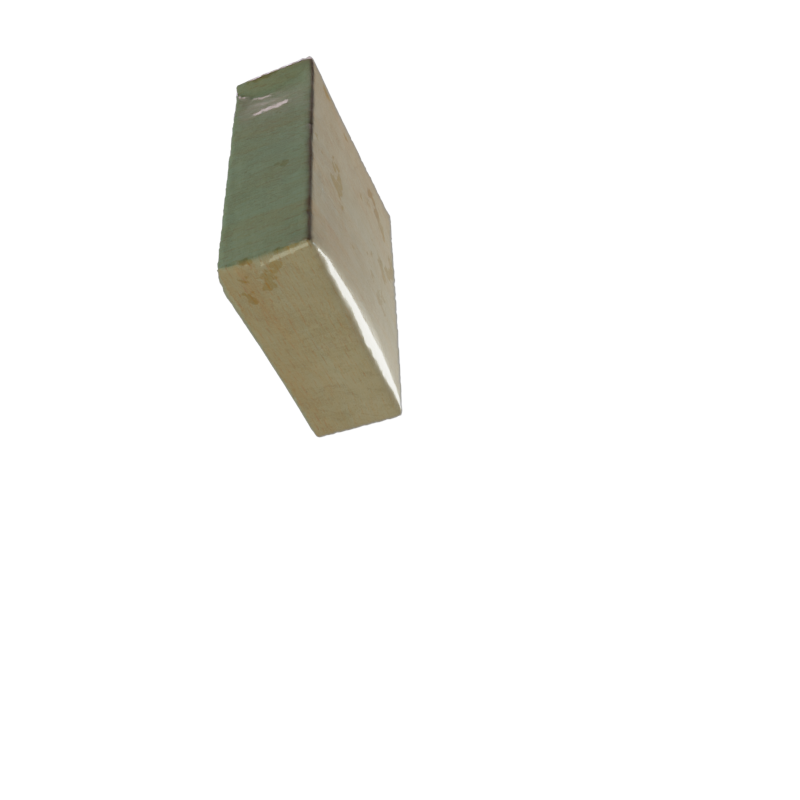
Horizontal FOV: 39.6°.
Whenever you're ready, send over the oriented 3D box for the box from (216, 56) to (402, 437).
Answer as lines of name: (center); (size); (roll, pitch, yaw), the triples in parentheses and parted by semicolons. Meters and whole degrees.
box: (-0.060, -0.110, 0.771); (0.072, 0.230, 0.152); (-18, -48, 13)
